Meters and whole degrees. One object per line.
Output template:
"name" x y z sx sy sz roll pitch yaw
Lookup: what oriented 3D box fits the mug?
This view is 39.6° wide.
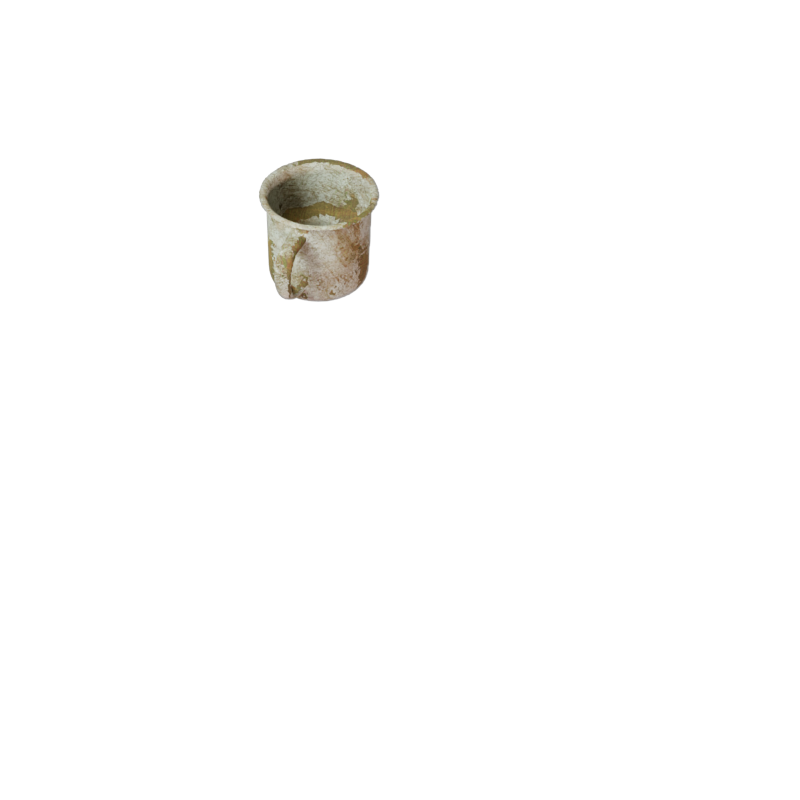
"mug" -0.068 -0.125 0.872 0.096 0.076 0.122 14 44 13
